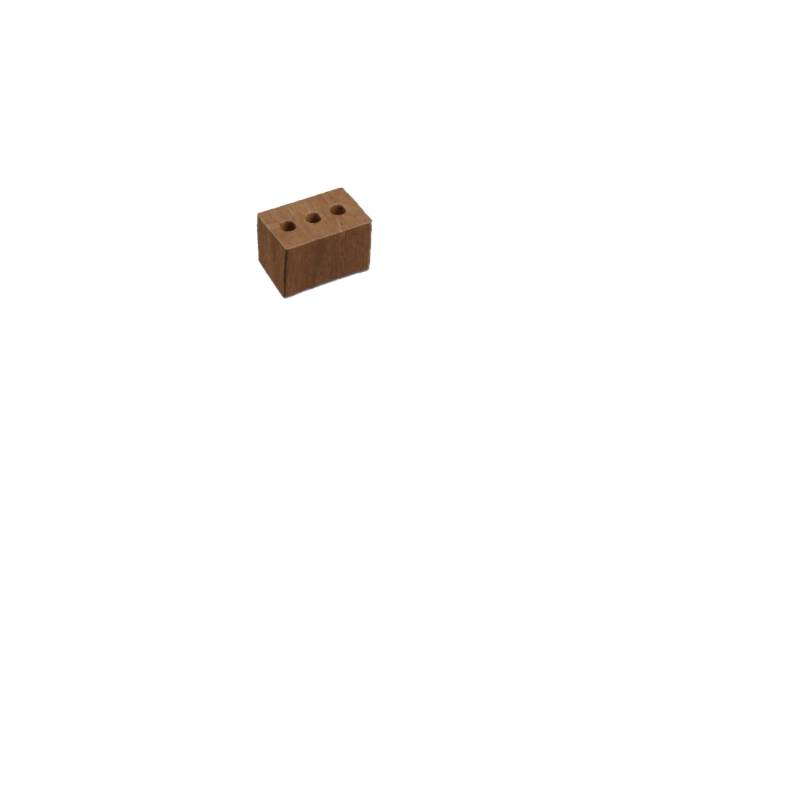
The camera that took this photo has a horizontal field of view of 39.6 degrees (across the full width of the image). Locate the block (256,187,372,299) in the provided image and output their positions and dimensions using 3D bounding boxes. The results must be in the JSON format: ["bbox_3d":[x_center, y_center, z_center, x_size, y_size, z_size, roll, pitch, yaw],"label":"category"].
[{"bbox_3d":[-0.069,-0.125,0.876,0.077,0.048,0.057,-21,49,-21],"label":"block"}]
